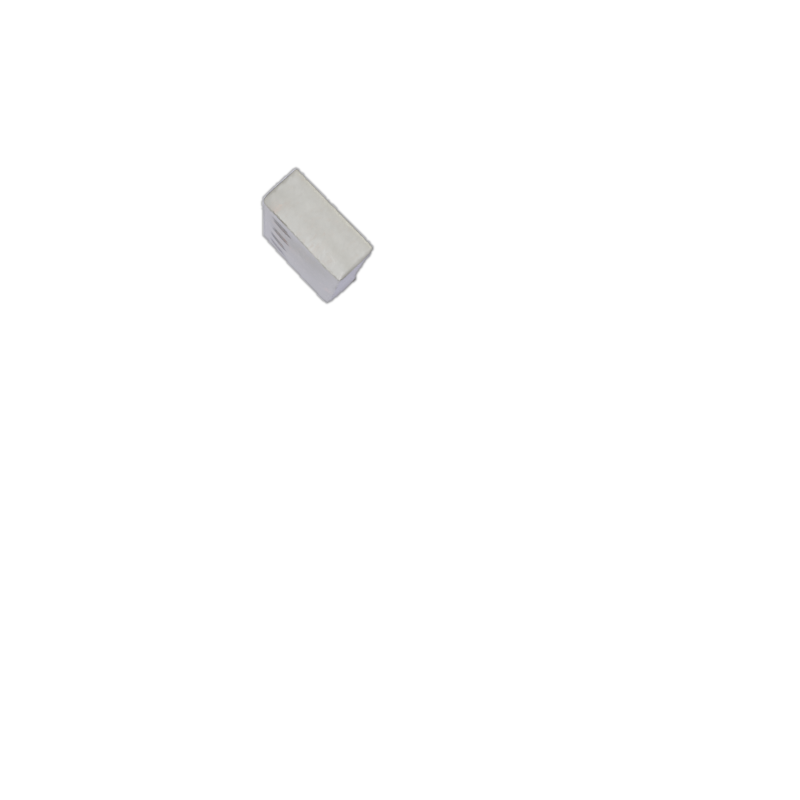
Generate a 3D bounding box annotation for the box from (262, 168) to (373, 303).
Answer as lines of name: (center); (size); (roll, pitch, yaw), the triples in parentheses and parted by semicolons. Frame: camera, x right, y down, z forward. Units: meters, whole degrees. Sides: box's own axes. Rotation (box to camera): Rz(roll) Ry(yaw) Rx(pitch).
box: (-0.076, -0.137, 0.962); (0.048, 0.094, 0.175); (-44, 1, -3)
